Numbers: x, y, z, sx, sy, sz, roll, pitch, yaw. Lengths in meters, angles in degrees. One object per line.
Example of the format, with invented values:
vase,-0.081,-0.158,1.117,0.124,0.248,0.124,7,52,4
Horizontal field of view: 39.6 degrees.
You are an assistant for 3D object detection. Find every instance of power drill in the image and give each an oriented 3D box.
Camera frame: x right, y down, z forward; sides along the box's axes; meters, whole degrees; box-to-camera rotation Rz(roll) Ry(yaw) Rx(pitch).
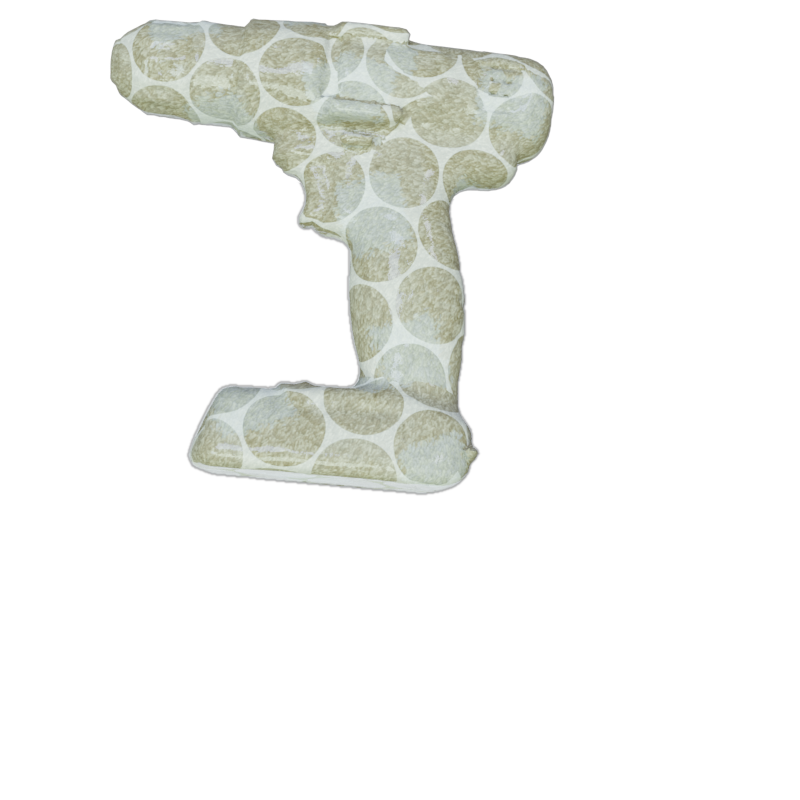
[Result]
power drill,-0.035,-0.063,0.442,0.185,0.194,0.055,6,-14,1
